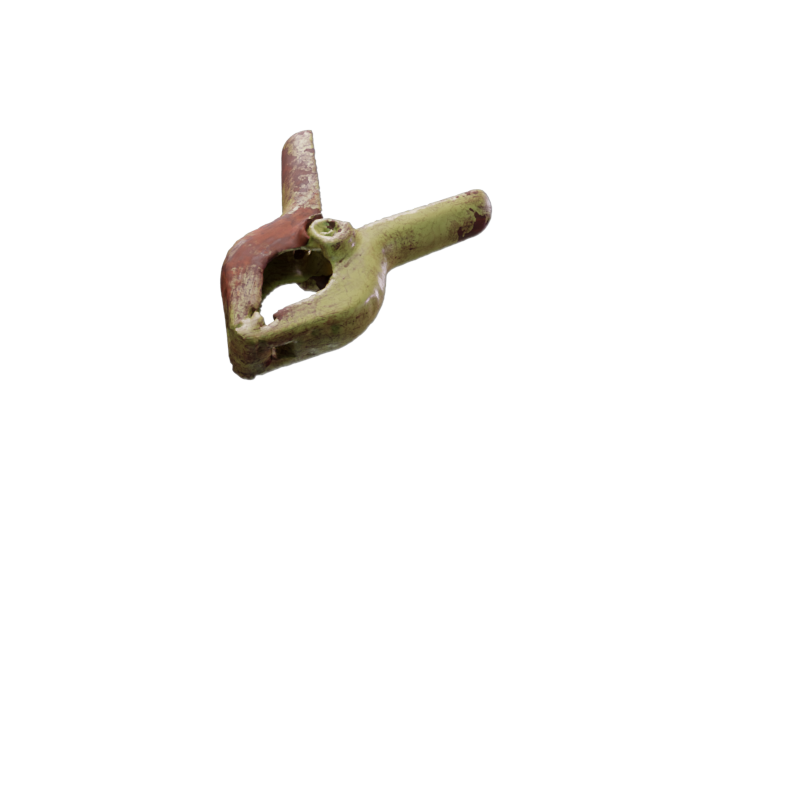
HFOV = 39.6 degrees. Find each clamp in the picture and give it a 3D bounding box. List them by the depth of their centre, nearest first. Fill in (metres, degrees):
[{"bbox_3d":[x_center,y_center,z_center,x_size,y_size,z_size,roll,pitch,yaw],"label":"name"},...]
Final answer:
[{"bbox_3d":[-0.044,-0.079,0.556,0.126,0.037,0.174,23,45,25],"label":"clamp"}]
